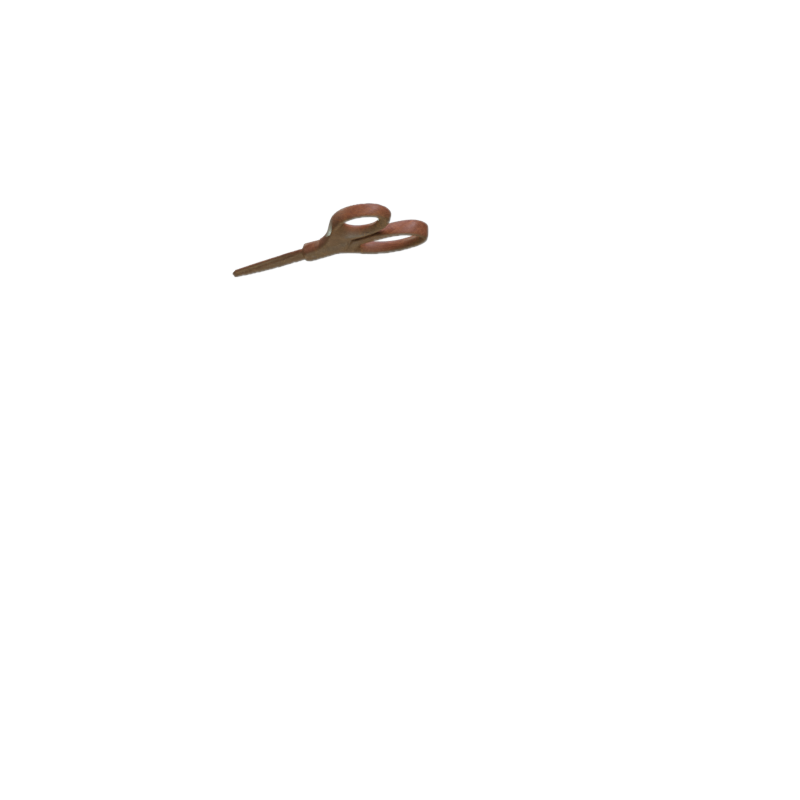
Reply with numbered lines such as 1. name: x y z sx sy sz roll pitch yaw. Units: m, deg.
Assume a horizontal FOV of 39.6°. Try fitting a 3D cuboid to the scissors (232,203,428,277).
1. scissors: -0.077 -0.140 0.980 0.205 0.016 0.090 -6 -18 20
